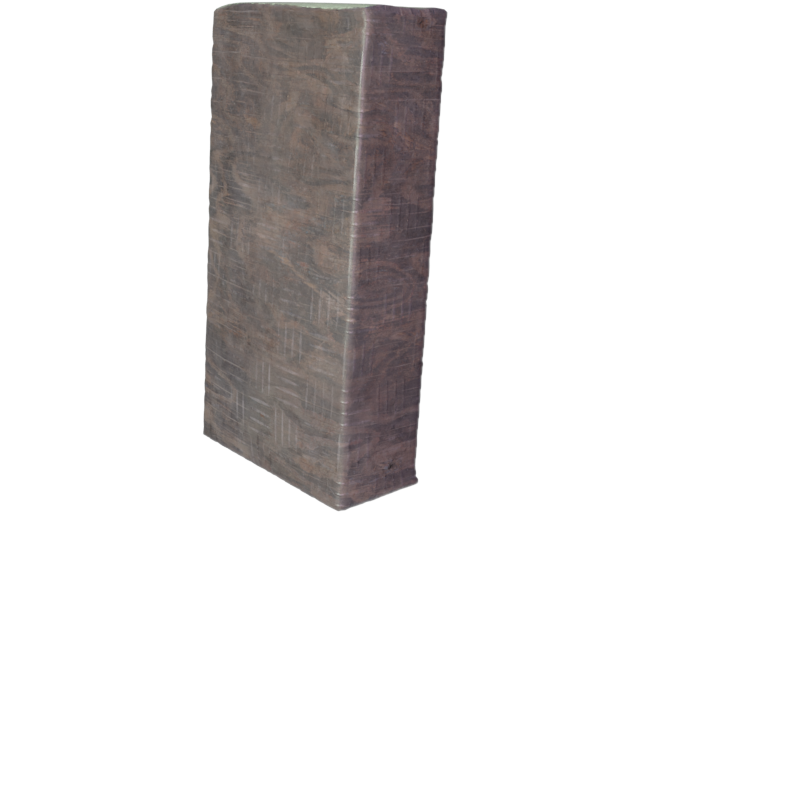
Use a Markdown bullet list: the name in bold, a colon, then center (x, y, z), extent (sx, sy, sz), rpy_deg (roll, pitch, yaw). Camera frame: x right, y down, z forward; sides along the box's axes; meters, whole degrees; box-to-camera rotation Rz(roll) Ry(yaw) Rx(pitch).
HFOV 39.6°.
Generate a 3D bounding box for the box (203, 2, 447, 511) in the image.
- **box**: center (-0.033, -0.060, 0.417), extent (0.047, 0.171, 0.099), rpy_deg (-10, 18, -40)
